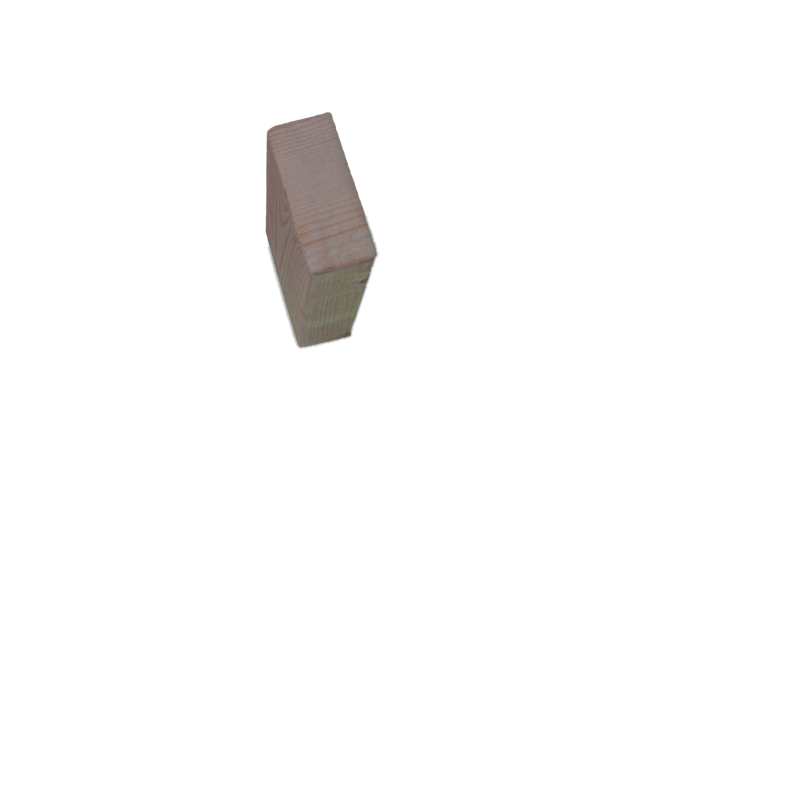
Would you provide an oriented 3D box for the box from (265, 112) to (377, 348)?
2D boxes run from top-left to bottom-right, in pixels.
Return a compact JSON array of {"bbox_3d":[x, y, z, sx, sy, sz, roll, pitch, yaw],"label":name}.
[{"bbox_3d":[-0.055,-0.099,0.693,0.048,0.097,0.170,-16,-11,-7],"label":"box"}]
